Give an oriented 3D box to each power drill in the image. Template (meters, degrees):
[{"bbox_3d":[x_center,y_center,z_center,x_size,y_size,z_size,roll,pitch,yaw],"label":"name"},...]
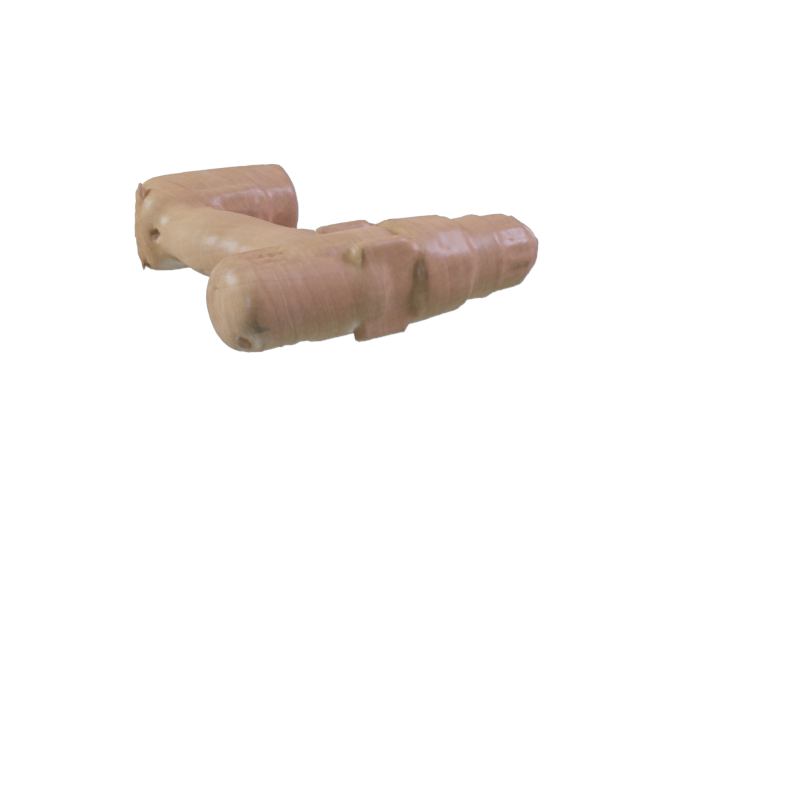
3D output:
[{"bbox_3d":[-0.047,-0.085,0.596,0.180,0.055,0.199,-13,24,-32],"label":"power drill"}]
